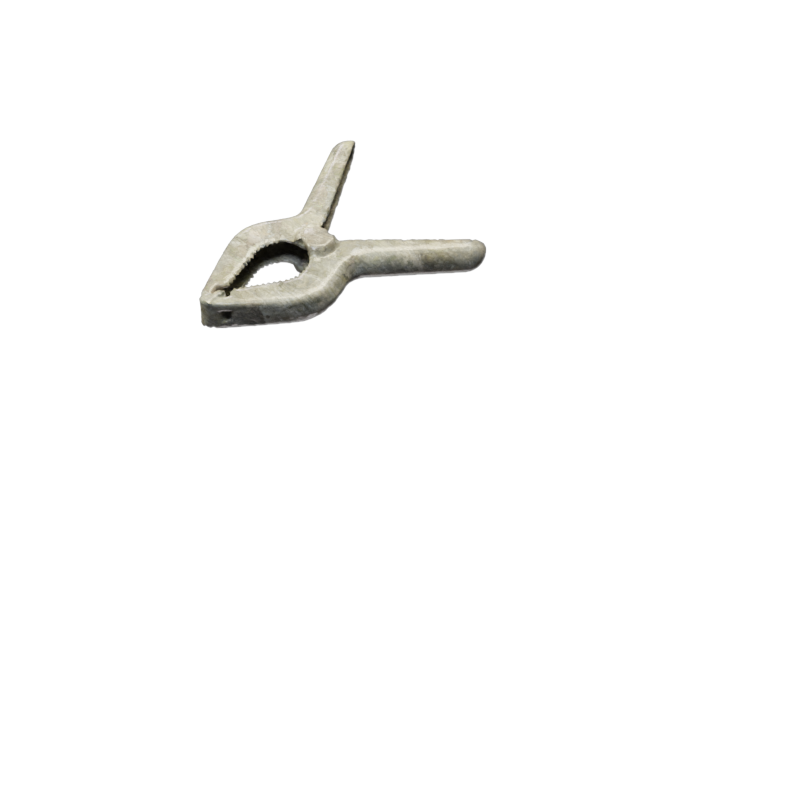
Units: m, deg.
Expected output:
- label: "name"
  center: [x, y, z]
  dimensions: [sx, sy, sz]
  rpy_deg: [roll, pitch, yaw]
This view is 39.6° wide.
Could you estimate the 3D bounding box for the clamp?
- label: "clamp"
  center: [-0.065, -0.119, 0.832]
  dimensions: [0.209, 0.034, 0.177]
  rpy_deg: [-26, 53, -22]
